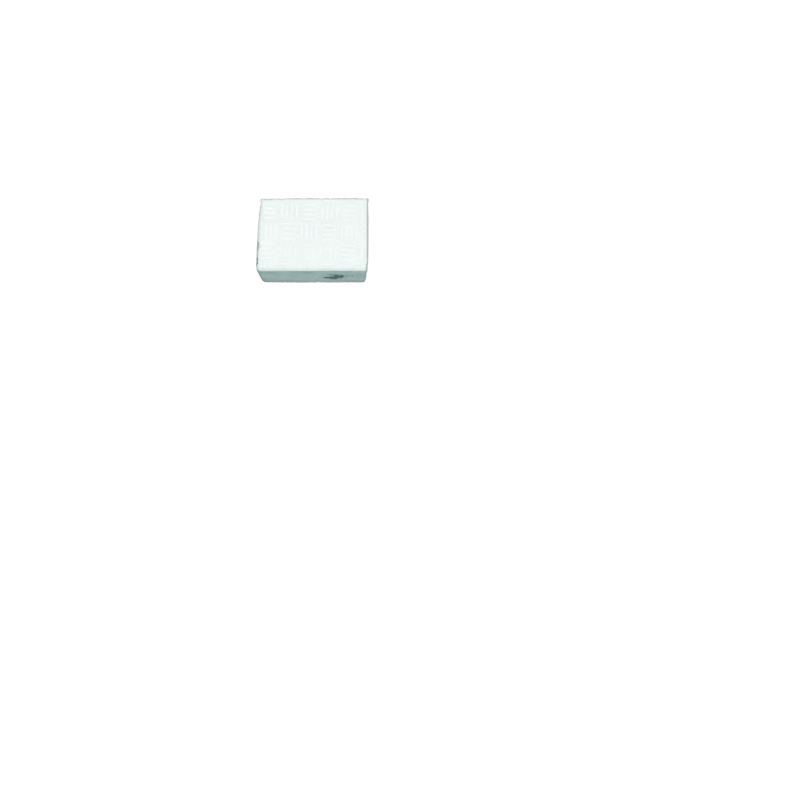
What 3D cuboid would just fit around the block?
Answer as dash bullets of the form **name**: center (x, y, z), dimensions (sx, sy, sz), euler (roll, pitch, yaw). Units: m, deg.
- **block**: center (-0.062, -0.113, 0.789), dimensions (0.078, 0.053, 0.052), euler (0, -8, -1)
